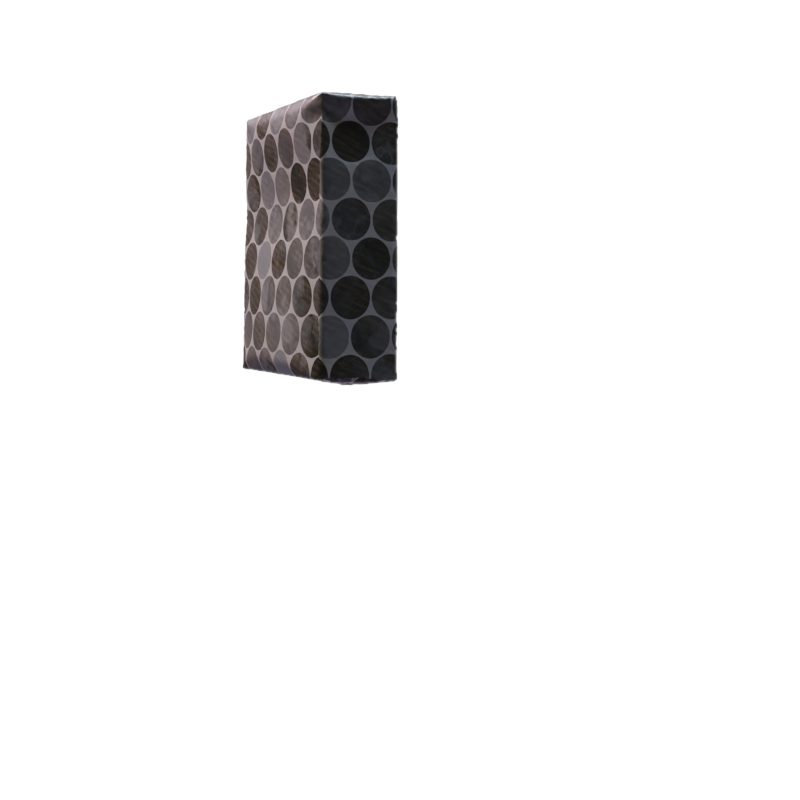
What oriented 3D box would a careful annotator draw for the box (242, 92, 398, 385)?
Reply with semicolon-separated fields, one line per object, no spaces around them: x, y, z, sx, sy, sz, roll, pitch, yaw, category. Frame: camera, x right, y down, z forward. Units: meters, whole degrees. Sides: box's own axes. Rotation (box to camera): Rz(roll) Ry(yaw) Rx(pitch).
-0.069;-0.125;0.876;0.070;0.214;0.169;1;1;-27;box
